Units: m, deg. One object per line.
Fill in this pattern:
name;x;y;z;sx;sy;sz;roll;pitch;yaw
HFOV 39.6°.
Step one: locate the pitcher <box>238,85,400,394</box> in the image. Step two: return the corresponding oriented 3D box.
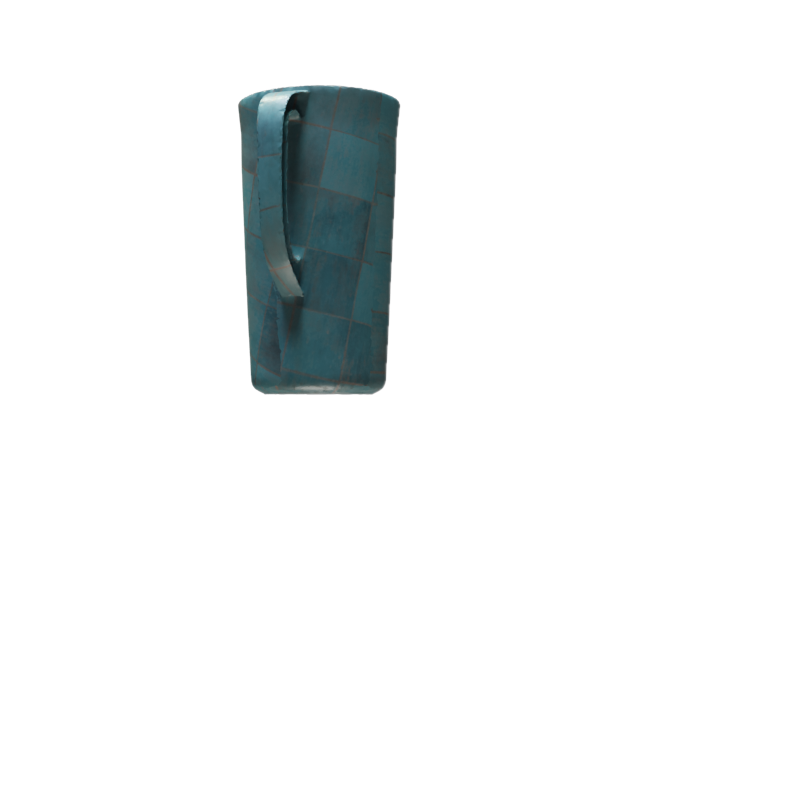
pitcher;-0.070;-0.127;0.890;0.144;0.247;0.148;3;-6;-28
